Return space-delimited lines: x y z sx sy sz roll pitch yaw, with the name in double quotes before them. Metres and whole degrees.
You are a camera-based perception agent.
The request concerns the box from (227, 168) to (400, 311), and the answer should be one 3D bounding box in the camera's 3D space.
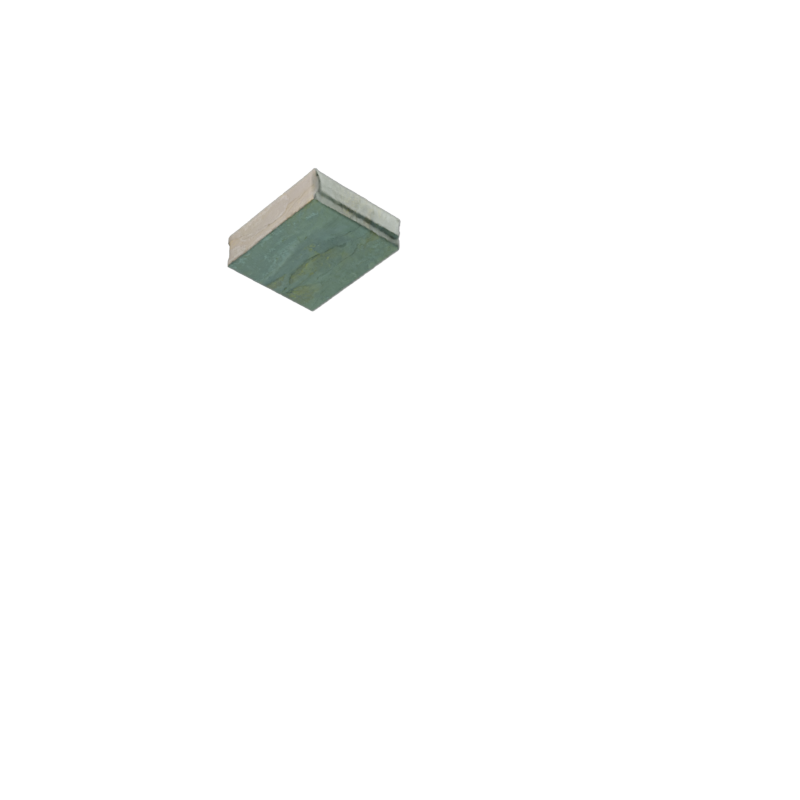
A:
"box" -0.055 -0.101 0.708 0.069 0.032 0.088 28 -45 -33
